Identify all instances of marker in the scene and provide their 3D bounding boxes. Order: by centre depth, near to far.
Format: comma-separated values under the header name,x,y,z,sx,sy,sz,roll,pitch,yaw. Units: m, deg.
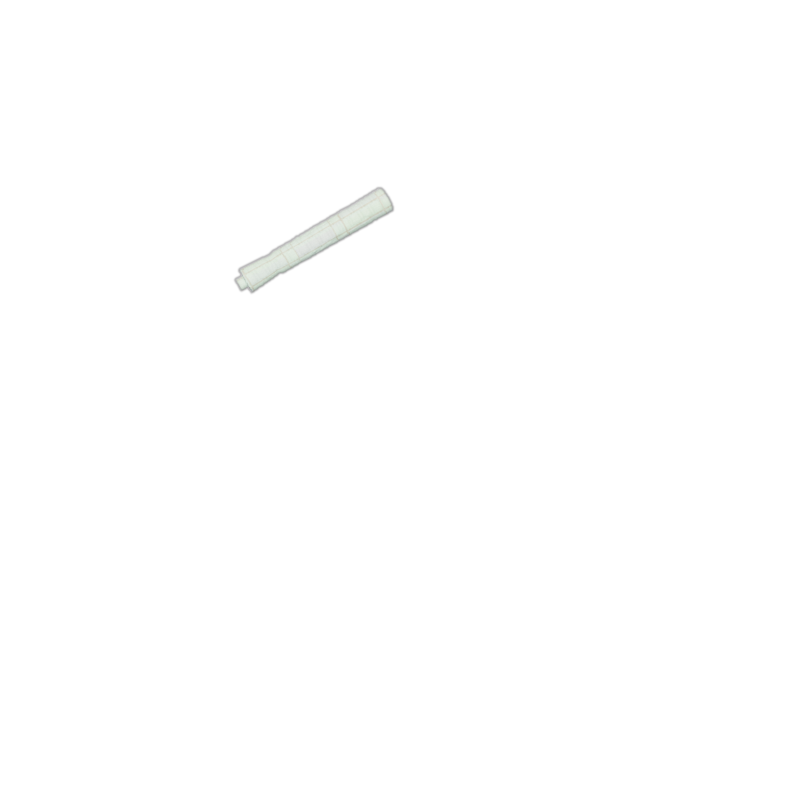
name,x,y,z,sx,sy,sz,roll,pitch,yaw
marker,-0.061,-0.110,0.773,0.121,0.019,0.020,-31,9,-6
